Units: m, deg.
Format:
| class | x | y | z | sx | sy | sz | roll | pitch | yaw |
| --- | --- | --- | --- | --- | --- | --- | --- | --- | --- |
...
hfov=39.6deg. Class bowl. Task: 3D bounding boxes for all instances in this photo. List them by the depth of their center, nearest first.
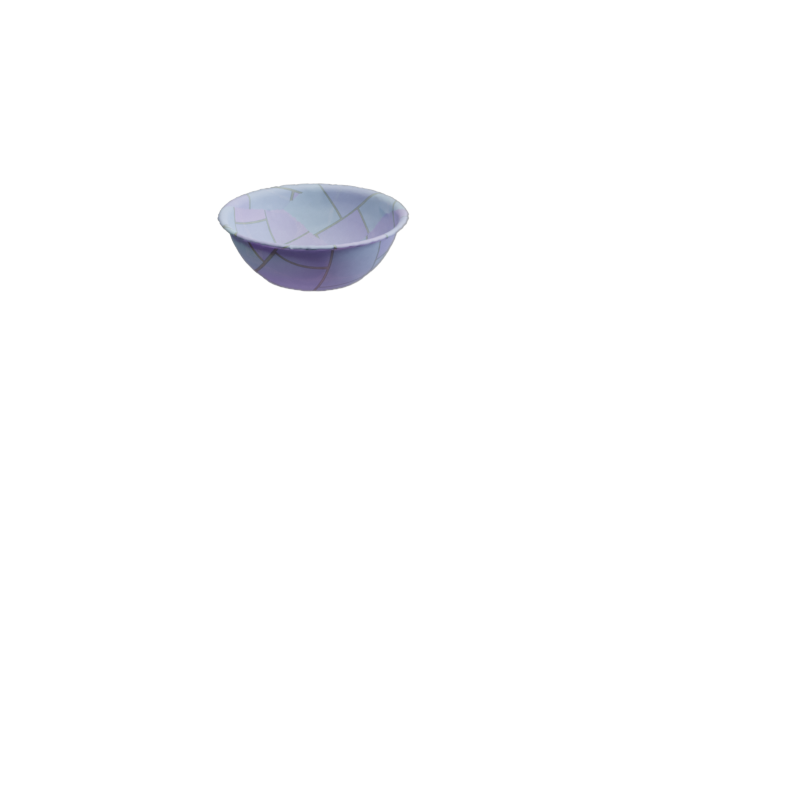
| class | x | y | z | sx | sy | sz | roll | pitch | yaw |
| --- | --- | --- | --- | --- | --- | --- | --- | --- | --- |
| bowl | -0.074 | -0.136 | 0.950 | 0.162 | 0.052 | 0.171 | -1 | 27 | -2 |
